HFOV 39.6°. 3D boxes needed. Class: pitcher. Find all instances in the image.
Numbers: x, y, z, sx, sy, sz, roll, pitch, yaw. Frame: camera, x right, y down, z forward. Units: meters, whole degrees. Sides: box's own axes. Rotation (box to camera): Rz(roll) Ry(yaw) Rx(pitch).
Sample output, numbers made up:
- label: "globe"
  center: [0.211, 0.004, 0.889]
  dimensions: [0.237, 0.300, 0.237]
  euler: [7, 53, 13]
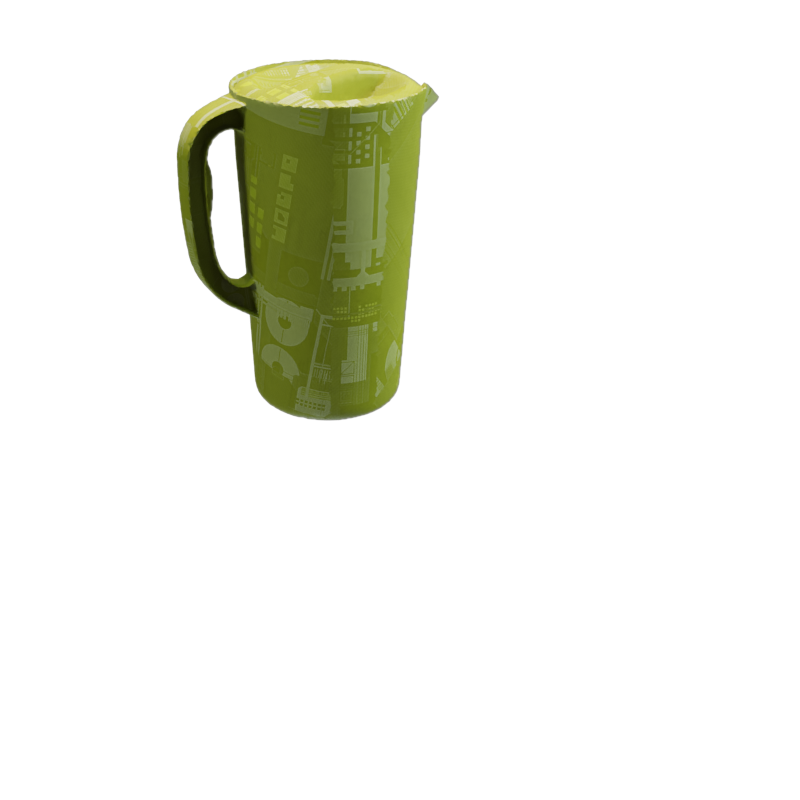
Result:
- label: "pitcher"
  center: [-0.061, -0.111, 0.781]
  dimensions: [0.153, 0.231, 0.149]
  euler: [8, 25, 15]
